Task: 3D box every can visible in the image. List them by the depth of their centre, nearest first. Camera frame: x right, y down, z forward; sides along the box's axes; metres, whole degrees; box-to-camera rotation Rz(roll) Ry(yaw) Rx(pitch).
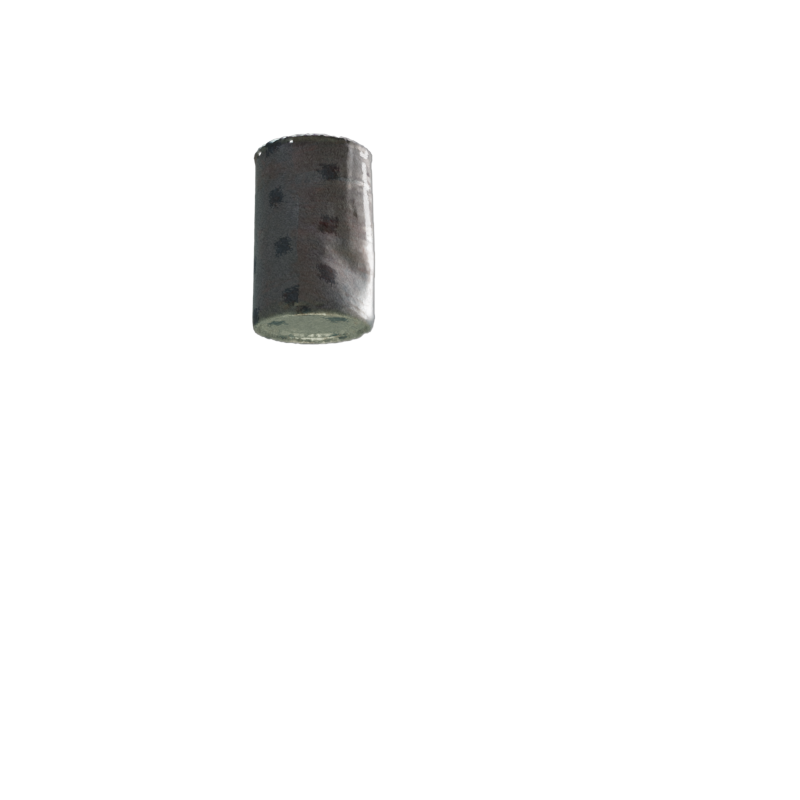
[{"bbox_3d":[-0.048,-0.088,0.618,0.068,0.107,0.066,0,-16,-2],"label":"can"}]
